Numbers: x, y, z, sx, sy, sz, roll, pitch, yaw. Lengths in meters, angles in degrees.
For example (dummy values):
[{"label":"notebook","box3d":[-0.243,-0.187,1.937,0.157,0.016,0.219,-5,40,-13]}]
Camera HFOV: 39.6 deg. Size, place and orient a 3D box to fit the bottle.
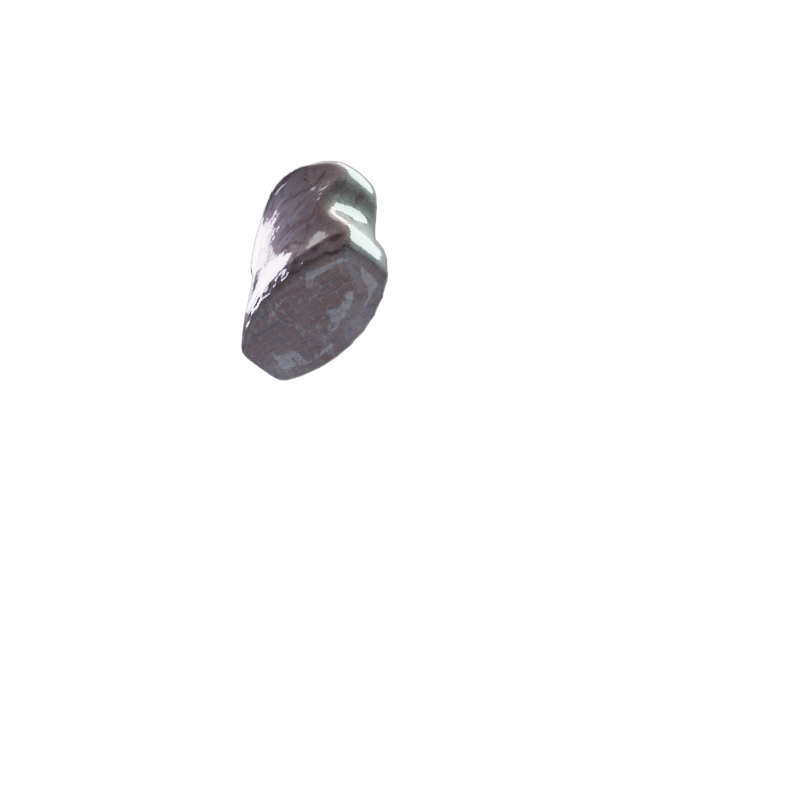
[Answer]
[{"label":"bottle","box3d":[-0.055,-0.100,0.700,0.056,0.094,0.204,35,24,-24]}]
